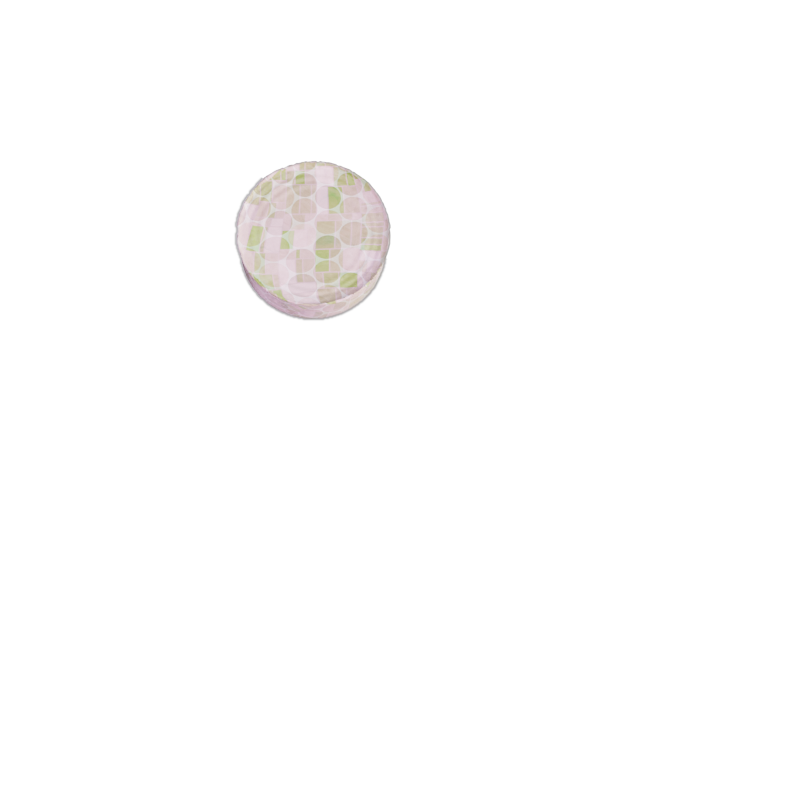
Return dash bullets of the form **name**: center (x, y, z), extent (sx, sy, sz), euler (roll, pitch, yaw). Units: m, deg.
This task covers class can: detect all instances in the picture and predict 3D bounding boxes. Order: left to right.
- **can**: center (-0.049, -0.090, 0.629), extent (0.086, 0.090, 0.032), euler (-1, -19, -1)
